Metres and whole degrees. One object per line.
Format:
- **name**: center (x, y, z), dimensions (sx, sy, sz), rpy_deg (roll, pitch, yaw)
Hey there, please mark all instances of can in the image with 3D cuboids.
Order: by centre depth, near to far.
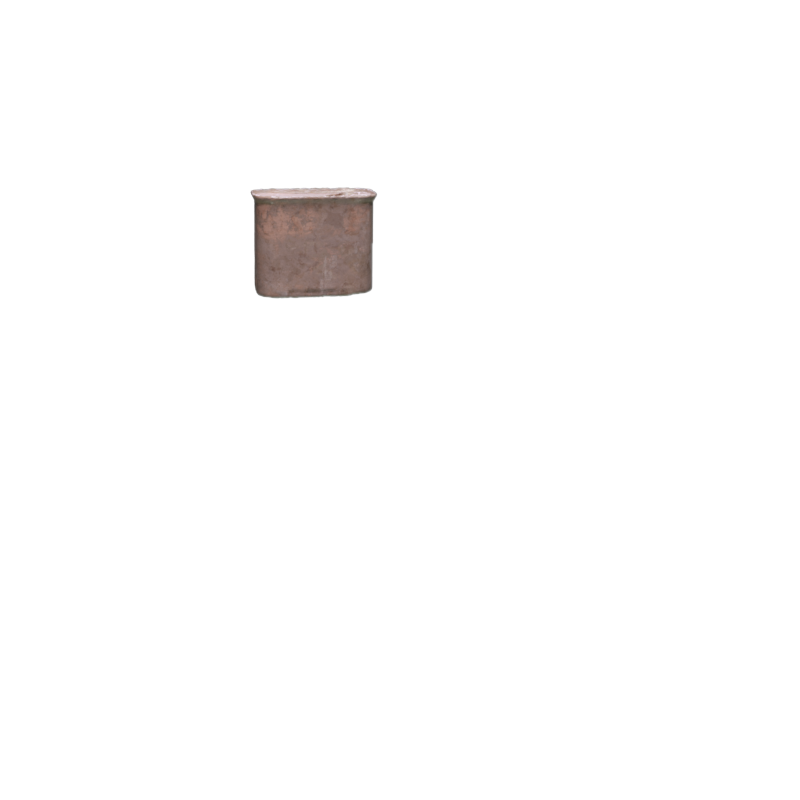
- **can**: center (-0.071, -0.131, 0.914), dimensions (0.101, 0.082, 0.060), rpy_deg (-2, 12, -9)
